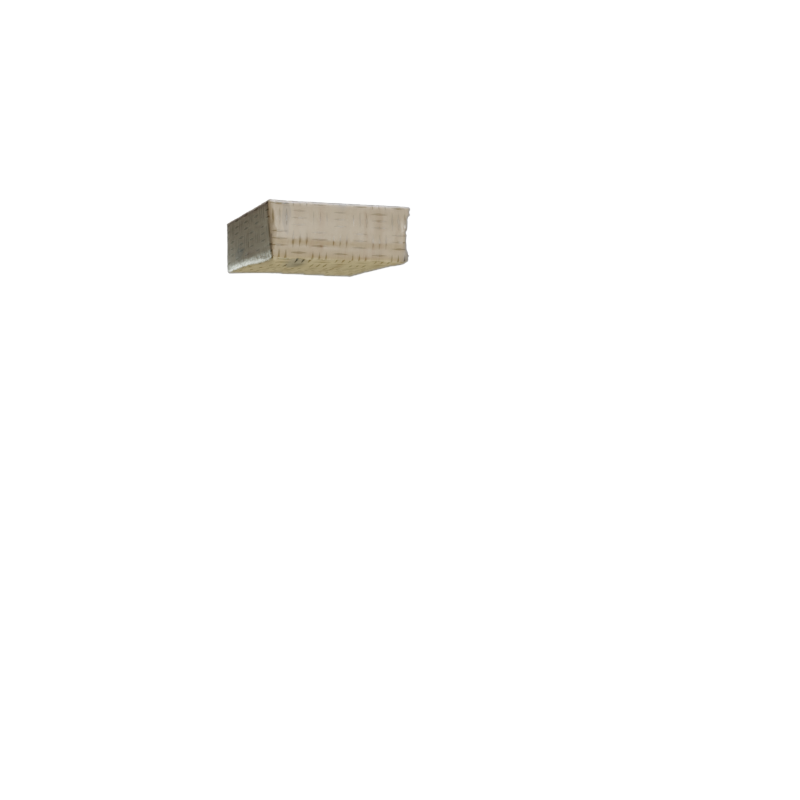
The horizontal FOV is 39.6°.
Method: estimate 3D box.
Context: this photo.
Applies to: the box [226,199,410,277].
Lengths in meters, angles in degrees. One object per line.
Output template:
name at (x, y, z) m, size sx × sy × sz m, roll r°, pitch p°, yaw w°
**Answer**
box at (-0.055, -0.101, 0.705) m, size 0.088 × 0.039 × 0.116 m, roll -1°, pitch 3°, yaw -20°
